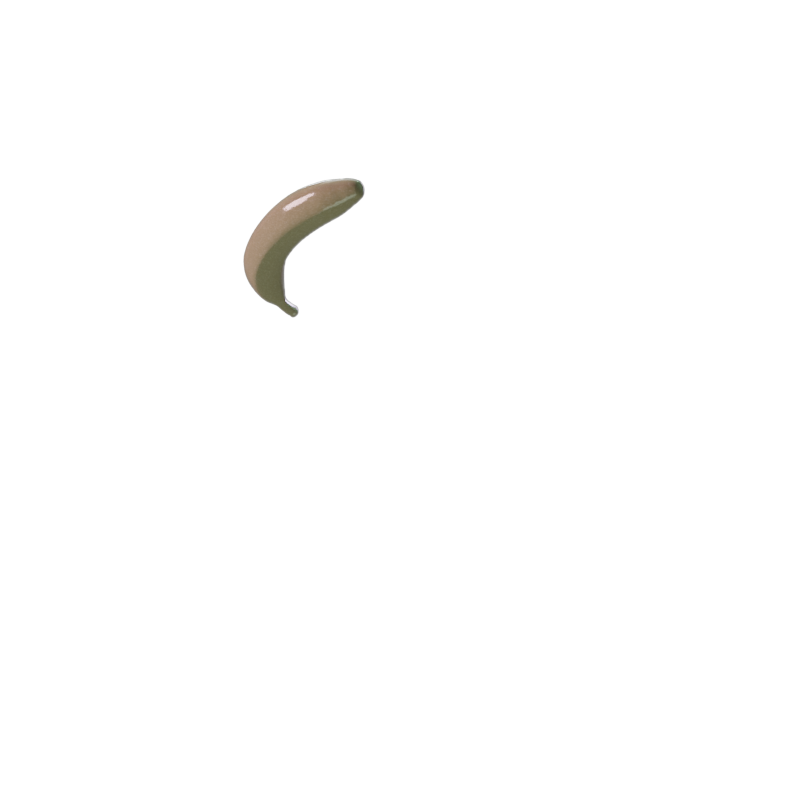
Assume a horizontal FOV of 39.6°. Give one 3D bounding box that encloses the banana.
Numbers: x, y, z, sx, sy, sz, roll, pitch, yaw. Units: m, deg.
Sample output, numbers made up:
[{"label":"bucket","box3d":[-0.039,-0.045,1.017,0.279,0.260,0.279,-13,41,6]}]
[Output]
[{"label":"banana","box3d":[-0.094,-0.138,0.962,0.068,0.039,0.191,10,-31,-19]}]
